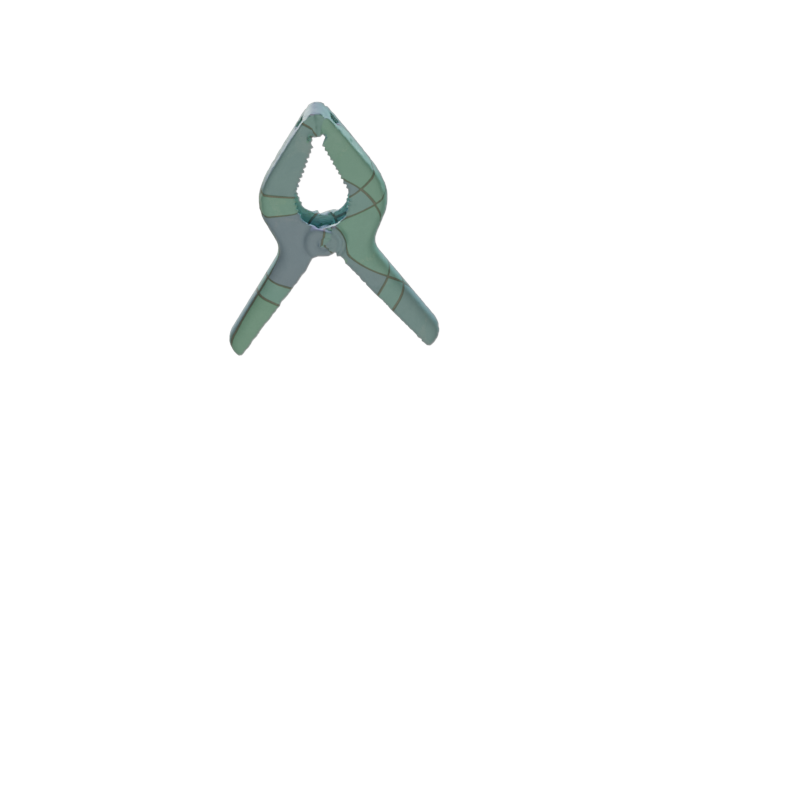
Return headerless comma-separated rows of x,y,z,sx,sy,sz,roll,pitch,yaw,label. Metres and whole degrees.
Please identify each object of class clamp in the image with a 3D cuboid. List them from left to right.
-0.066,-0.119,0.837,0.165,0.197,0.039,-9,29,5,clamp
